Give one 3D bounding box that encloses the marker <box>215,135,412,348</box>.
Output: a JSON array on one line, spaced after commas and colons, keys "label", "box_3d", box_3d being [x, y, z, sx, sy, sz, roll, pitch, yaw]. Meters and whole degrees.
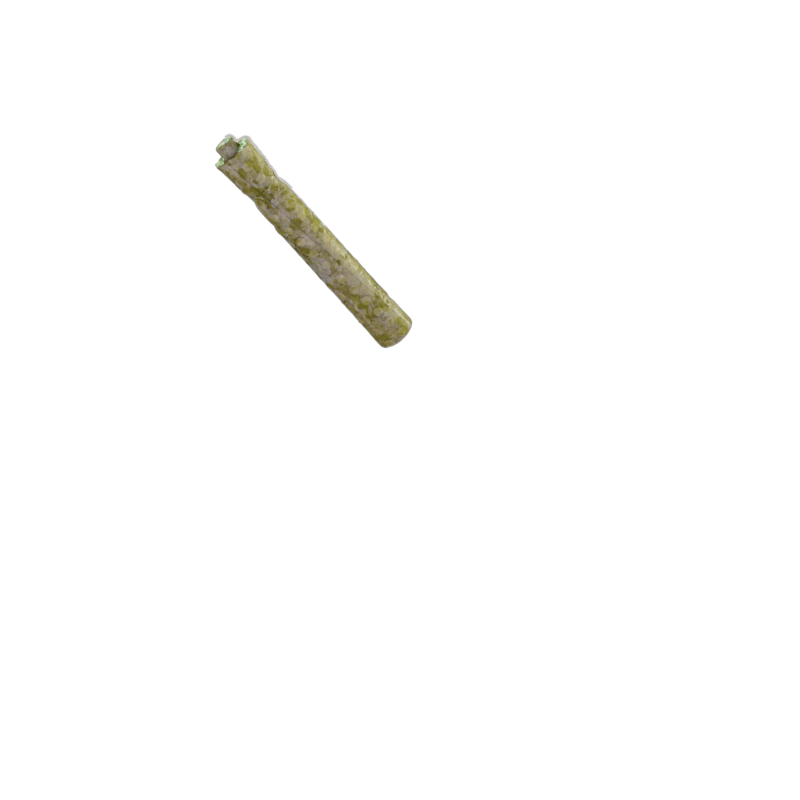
[{"label": "marker", "box_3d": [-0.038, -0.070, 0.489, 0.115, 0.020, 0.020, 47, -19, -21]}]
